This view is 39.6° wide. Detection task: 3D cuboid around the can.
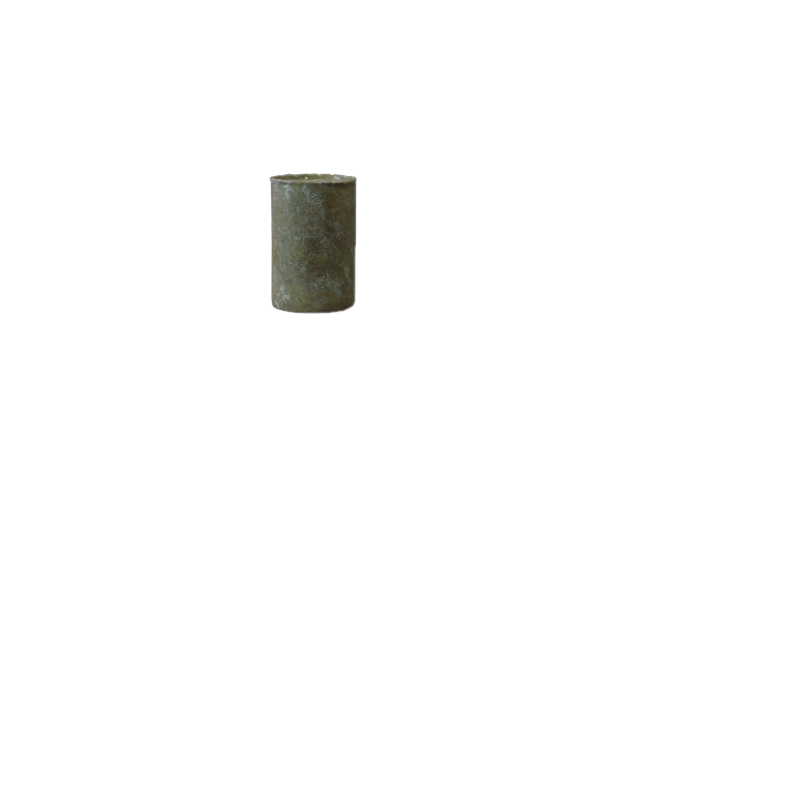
[{"bbox_3d":[-0.068,-0.124,0.869,0.068,0.100,0.070,0,11,-2],"label":"can"}]
